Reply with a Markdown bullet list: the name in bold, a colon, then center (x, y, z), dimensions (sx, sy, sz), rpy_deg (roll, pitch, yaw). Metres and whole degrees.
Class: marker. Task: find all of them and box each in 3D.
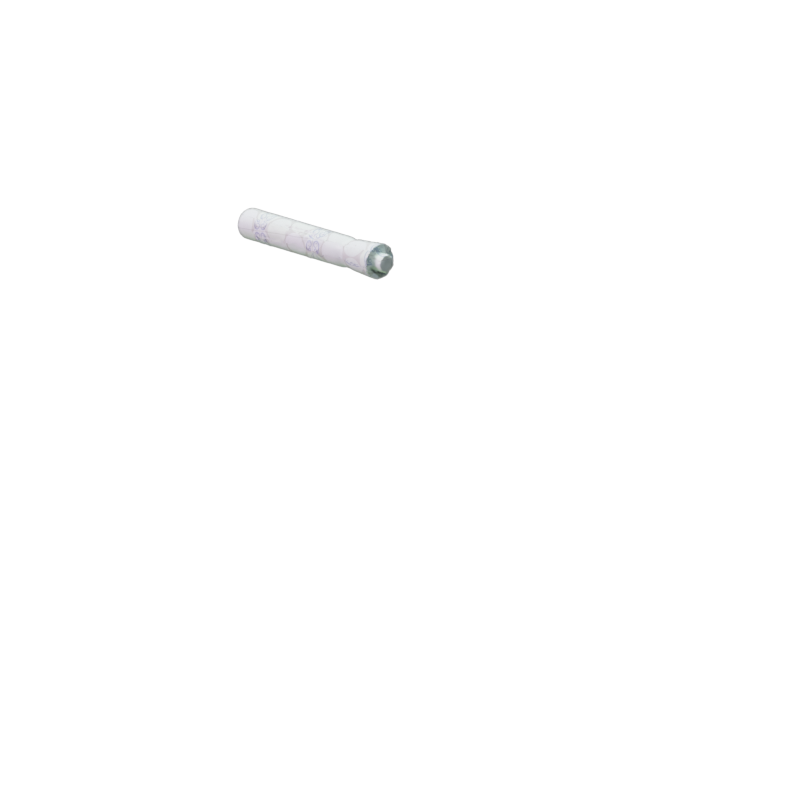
- **marker**: center (-0.047, -0.086, 0.603), dimensions (0.019, 0.019, 0.128), rpy_deg (-3, 18, -40)
